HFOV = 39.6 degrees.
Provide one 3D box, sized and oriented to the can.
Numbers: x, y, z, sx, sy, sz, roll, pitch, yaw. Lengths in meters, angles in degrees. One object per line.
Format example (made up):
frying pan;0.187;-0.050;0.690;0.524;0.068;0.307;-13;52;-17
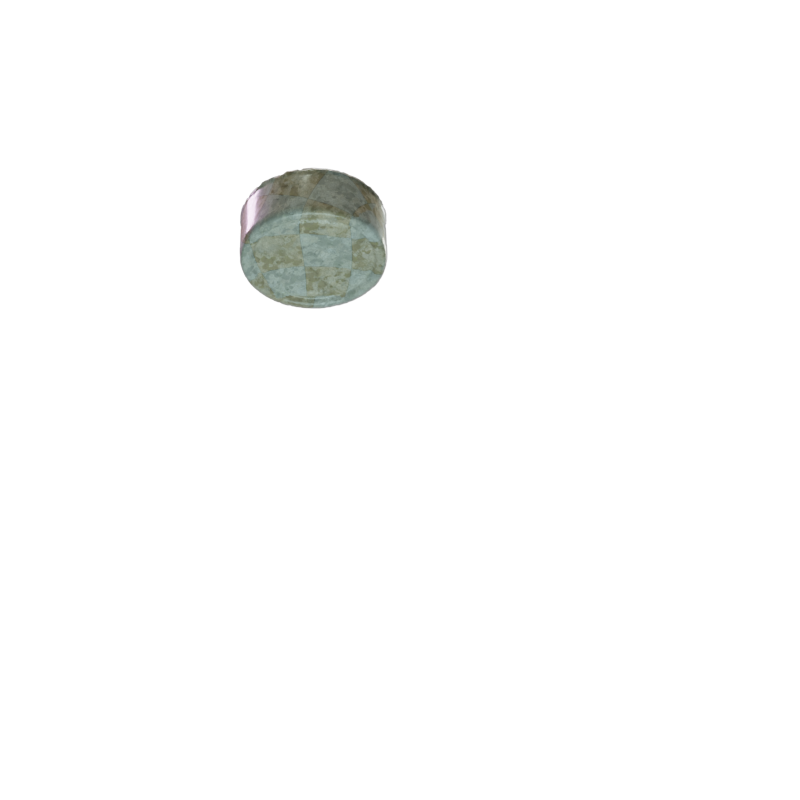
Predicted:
can;-0.050;-0.091;0.639;0.086;0.036;0.080;1;-39;-2
